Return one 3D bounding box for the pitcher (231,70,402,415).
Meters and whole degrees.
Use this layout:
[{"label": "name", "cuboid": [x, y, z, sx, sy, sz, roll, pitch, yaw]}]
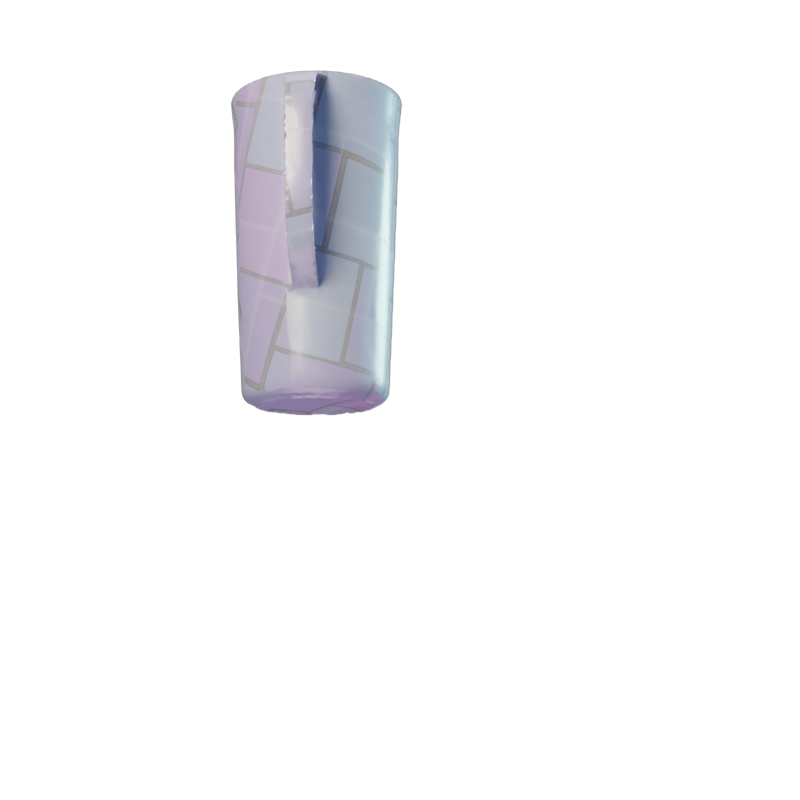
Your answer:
[{"label": "pitcher", "cuboid": [-0.065, -0.118, 0.826, 0.141, 0.252, 0.147, 12, -19, -40]}]
